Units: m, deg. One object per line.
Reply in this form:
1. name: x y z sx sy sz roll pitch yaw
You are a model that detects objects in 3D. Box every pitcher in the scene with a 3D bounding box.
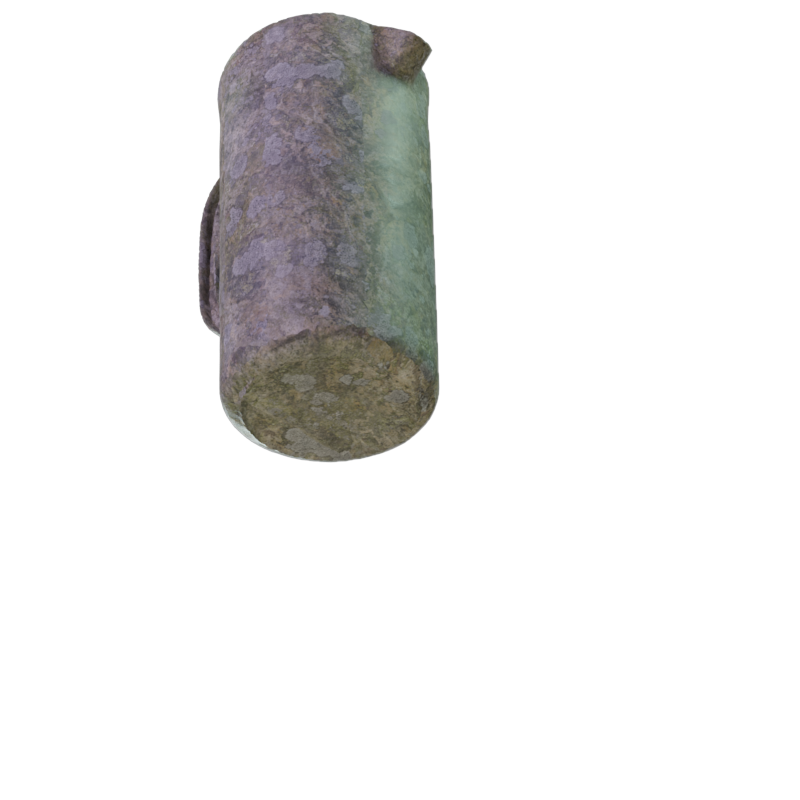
1. pitcher: -0.049 -0.089 0.624 0.144 0.261 0.139 0 -40 -3
